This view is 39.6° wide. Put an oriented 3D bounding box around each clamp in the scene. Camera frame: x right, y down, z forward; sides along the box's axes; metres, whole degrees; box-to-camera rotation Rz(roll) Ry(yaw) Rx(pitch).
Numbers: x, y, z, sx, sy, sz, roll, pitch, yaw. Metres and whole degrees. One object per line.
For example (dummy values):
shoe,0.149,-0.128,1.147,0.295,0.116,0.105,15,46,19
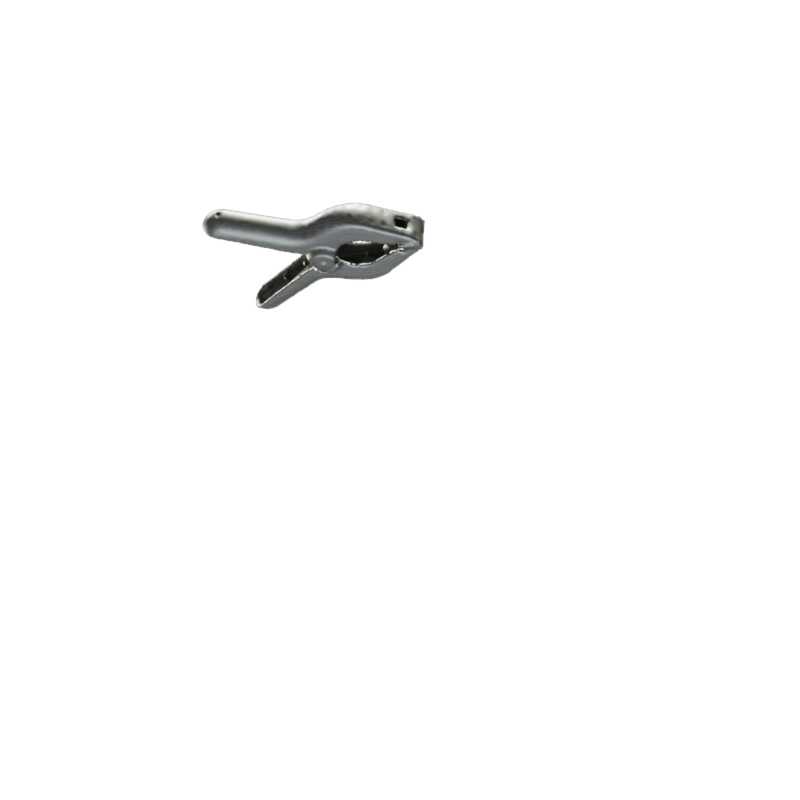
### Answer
clamp,-0.069,-0.126,0.882,0.174,0.042,0.111,-14,-31,24
